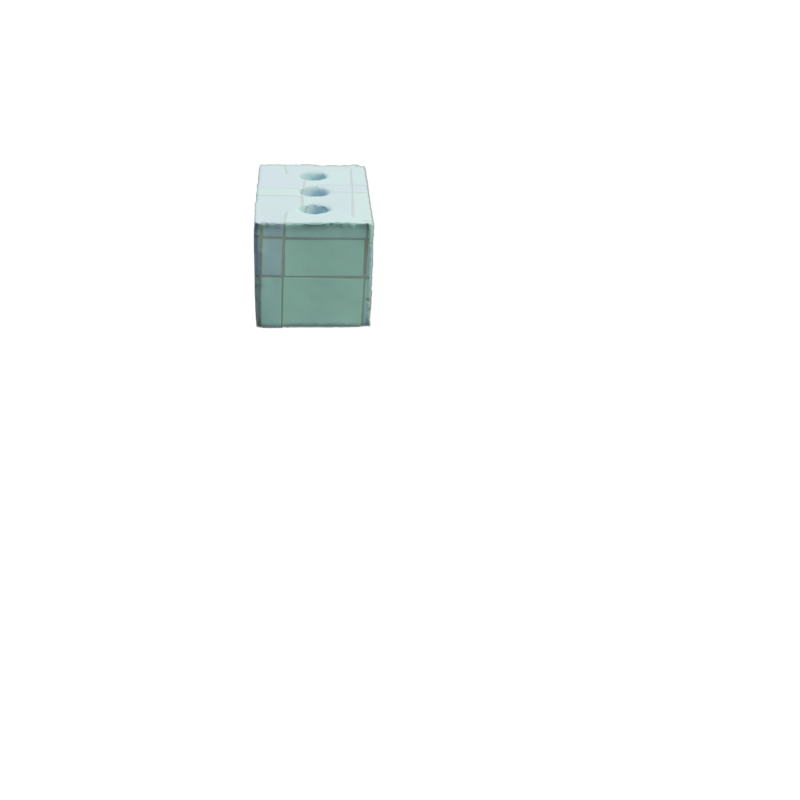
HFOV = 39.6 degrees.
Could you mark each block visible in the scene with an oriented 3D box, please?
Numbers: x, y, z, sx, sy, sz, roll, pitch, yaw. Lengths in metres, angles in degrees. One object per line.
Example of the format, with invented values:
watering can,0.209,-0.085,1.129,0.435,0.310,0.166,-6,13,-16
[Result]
block,-0.040,-0.073,0.510,0.052,0.048,0.083,-1,28,-4
